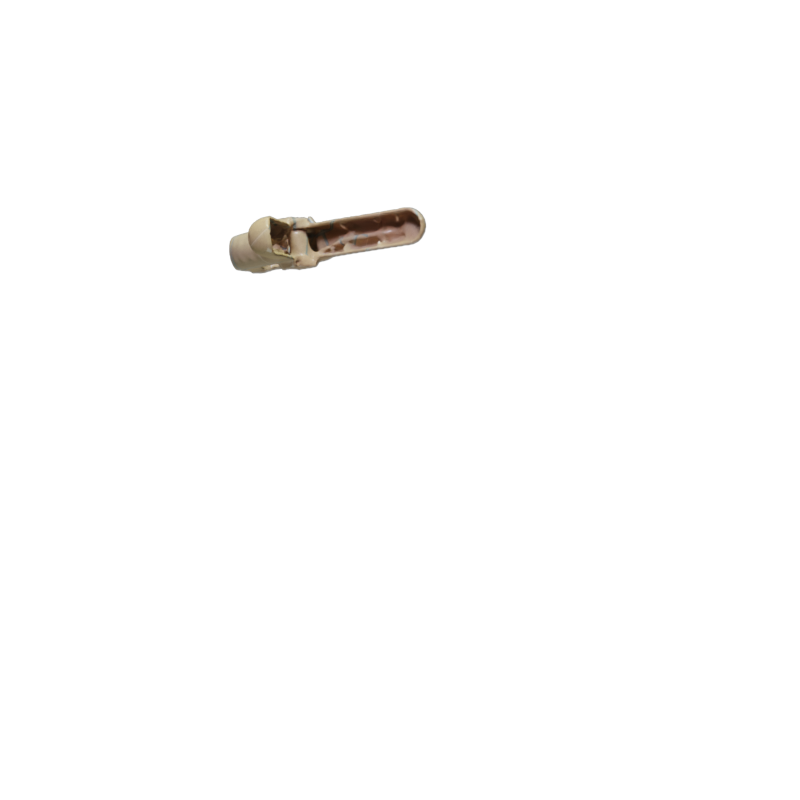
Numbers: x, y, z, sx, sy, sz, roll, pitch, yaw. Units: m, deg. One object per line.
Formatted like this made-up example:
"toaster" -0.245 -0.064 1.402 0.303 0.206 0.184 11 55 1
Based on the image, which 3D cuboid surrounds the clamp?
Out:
"clamp" -0.060 -0.109 0.766 0.117 0.039 0.175 -1 4 -18
